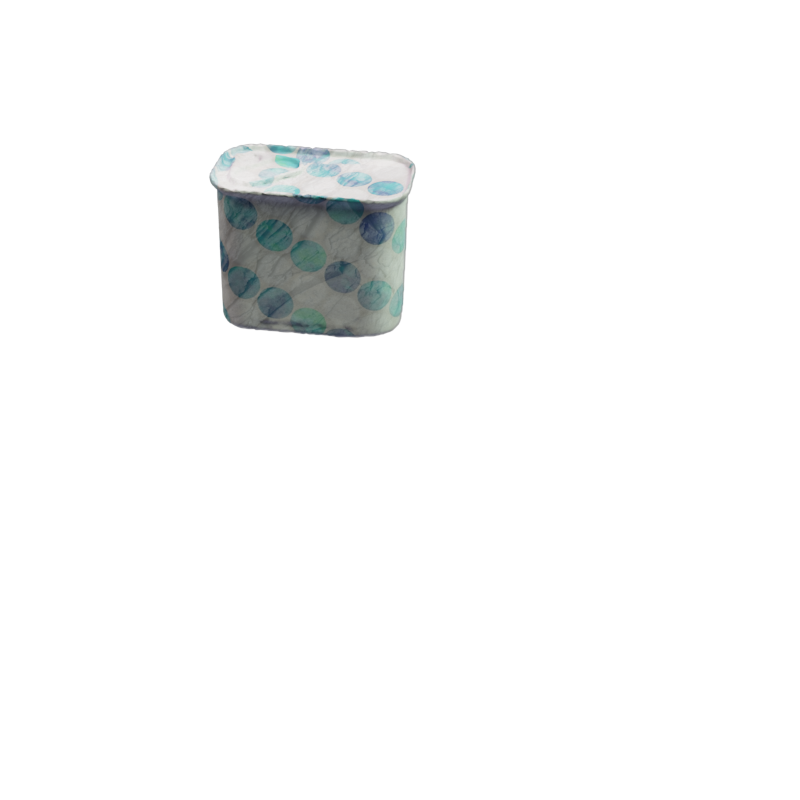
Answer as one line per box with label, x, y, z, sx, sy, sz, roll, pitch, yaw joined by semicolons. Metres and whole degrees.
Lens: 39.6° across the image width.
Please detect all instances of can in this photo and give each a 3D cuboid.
can;-0.045;-0.083;0.579;0.103;0.079;0.060;6;33;7
